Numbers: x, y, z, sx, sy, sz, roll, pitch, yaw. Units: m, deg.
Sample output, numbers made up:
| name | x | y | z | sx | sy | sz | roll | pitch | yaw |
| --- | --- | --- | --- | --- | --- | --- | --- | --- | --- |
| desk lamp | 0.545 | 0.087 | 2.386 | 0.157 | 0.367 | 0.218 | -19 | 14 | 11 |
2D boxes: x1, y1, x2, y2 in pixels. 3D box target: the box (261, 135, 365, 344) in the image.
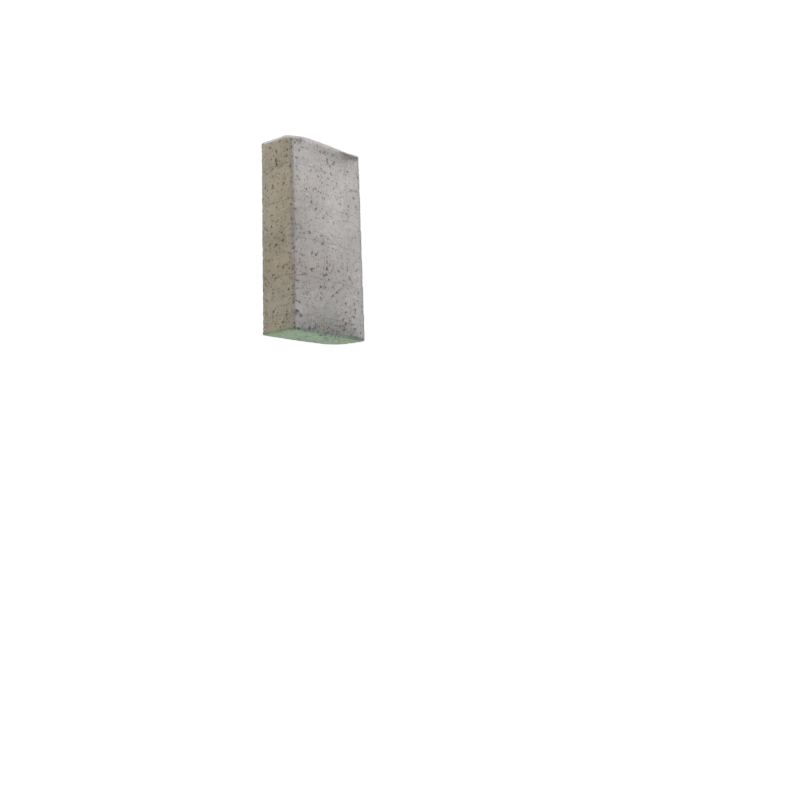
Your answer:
| name | x | y | z | sx | sy | sz | roll | pitch | yaw |
| --- | --- | --- | --- | --- | --- | --- | --- | --- | --- |
| box | -0.077 | -0.141 | 0.987 | 0.049 | 0.182 | 0.088 | -12 | -16 | 41 |
